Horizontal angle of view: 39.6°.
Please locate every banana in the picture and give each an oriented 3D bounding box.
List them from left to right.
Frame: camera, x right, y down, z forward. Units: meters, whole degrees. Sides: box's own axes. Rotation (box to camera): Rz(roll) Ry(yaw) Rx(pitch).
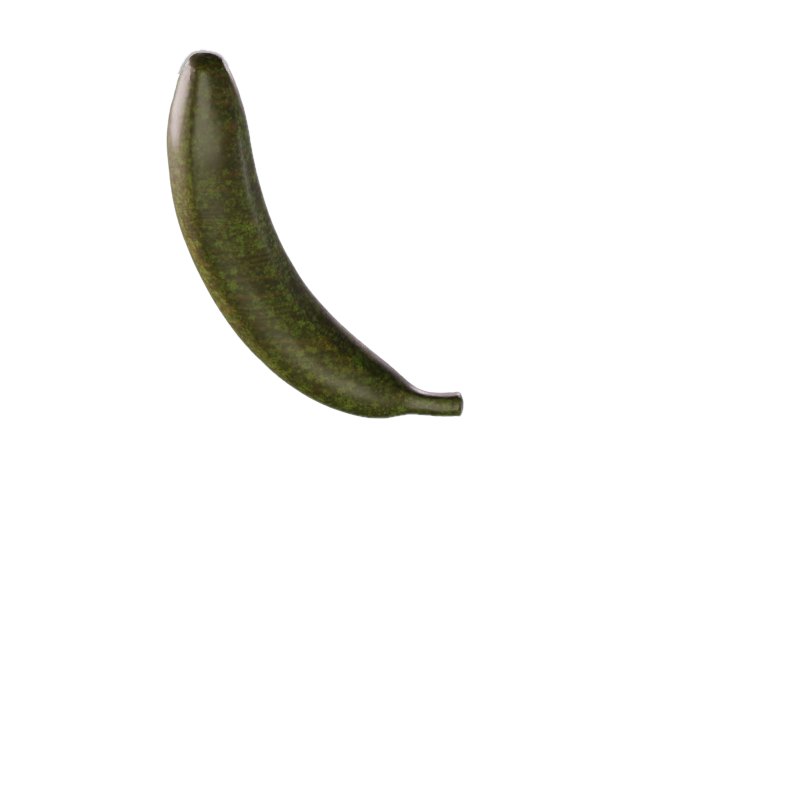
[{"bbox_3d":[-0.050,-0.056,0.476,0.069,0.187,0.039,-30,25,15],"label":"banana"}]
